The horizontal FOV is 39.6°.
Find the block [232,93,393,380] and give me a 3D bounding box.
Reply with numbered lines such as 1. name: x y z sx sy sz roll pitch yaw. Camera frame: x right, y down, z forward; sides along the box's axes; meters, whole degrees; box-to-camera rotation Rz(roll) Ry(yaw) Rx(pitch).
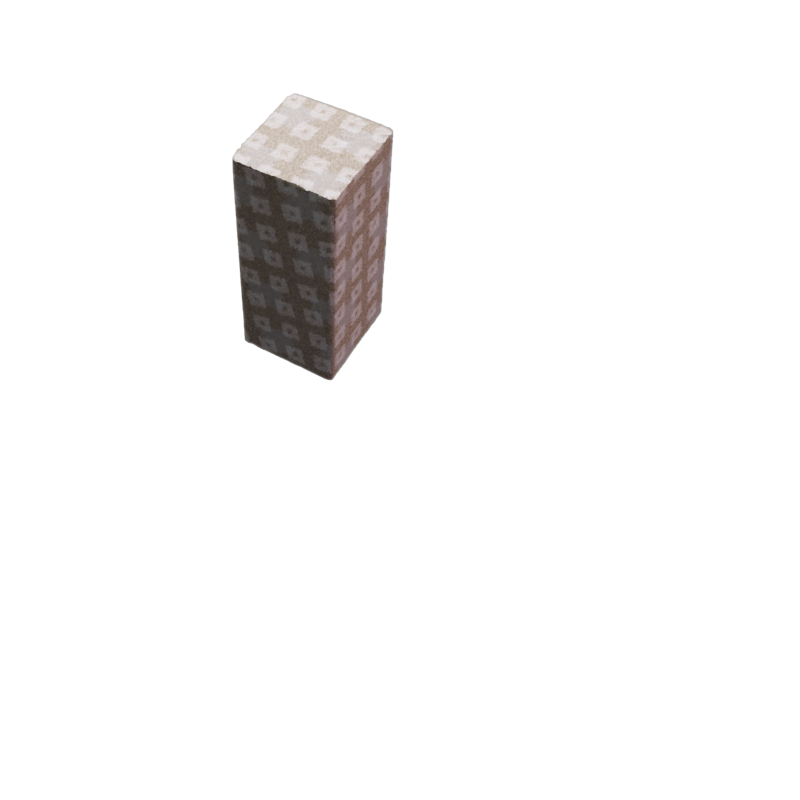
1. block: -0.069 -0.125 0.875 0.094 0.094 0.192 24 -37 16
